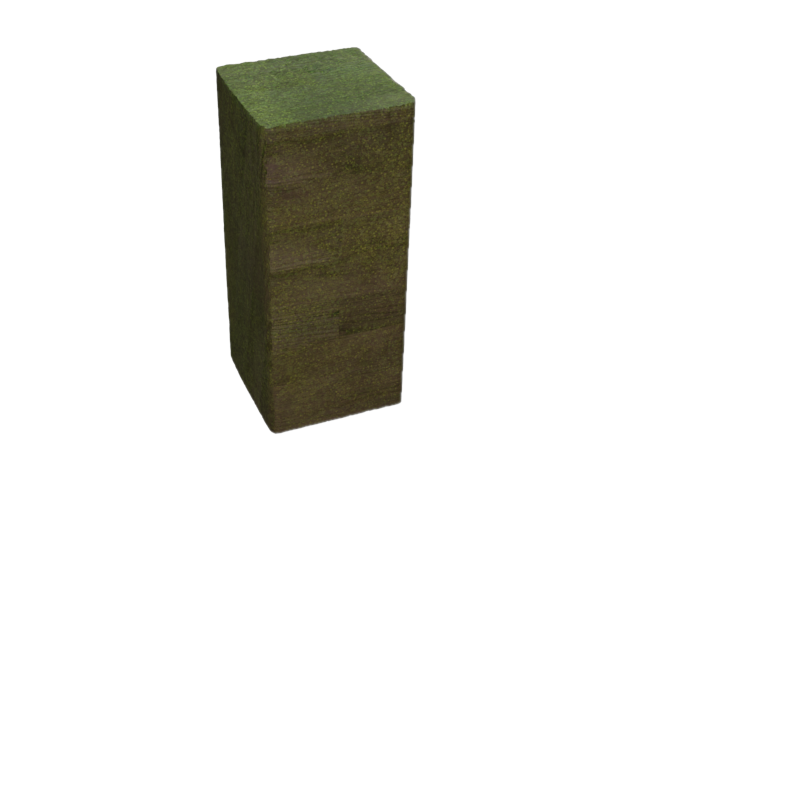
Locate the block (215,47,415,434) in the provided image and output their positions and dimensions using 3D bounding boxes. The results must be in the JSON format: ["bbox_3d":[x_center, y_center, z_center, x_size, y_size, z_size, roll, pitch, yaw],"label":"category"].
[{"bbox_3d":[-0.052,-0.094,0.664,0.089,0.193,0.097,-11,36,-20],"label":"block"}]
